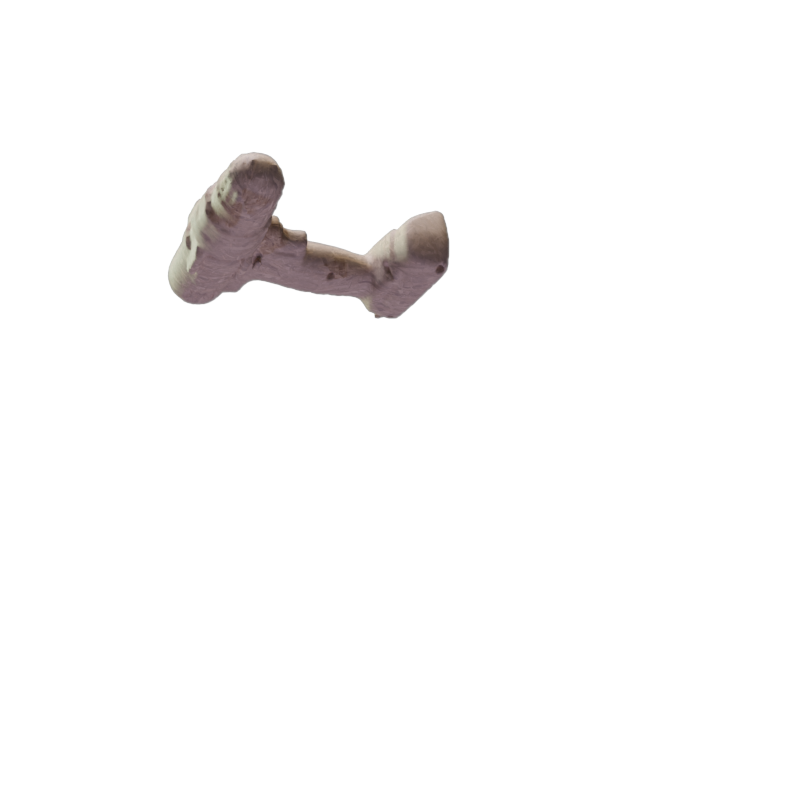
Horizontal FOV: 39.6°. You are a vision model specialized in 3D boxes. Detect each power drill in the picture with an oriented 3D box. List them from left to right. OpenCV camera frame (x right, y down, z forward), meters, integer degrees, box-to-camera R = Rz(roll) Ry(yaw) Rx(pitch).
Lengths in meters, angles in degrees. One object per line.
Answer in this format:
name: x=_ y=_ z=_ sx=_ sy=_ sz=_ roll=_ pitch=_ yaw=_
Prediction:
power drill: x=-0.063 y=-0.116 z=0.809 sx=0.182 sy=0.060 sz=0.181 roll=8 pitch=-21 yaw=-21
